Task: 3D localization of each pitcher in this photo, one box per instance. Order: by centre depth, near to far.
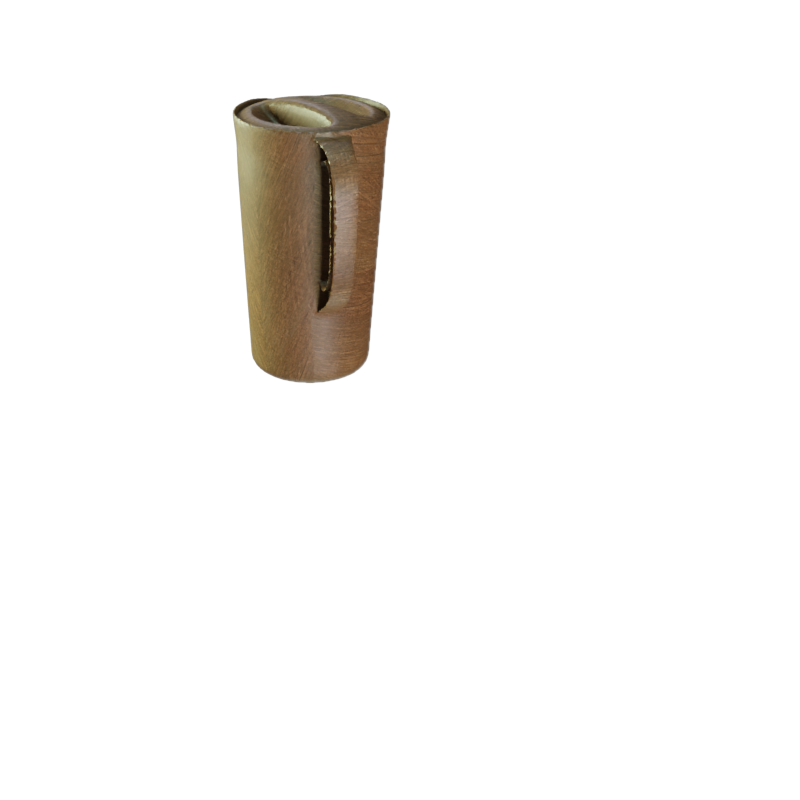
[{"bbox_3d":[-0.076,-0.138,0.966,0.151,0.231,0.151,12,26,23],"label":"pitcher"}]
